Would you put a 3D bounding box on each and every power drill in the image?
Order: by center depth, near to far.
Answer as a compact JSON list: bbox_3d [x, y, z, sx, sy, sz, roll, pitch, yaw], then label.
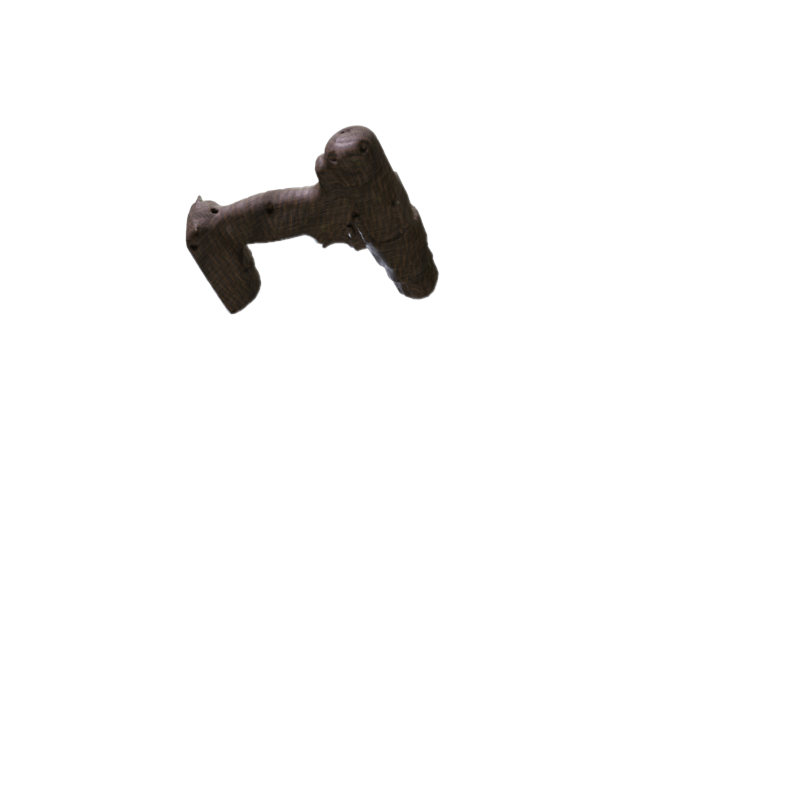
[{"bbox_3d":[-0.074,-0.136,0.950,0.189,0.170,0.062,-17,40,14],"label":"power drill"}]
